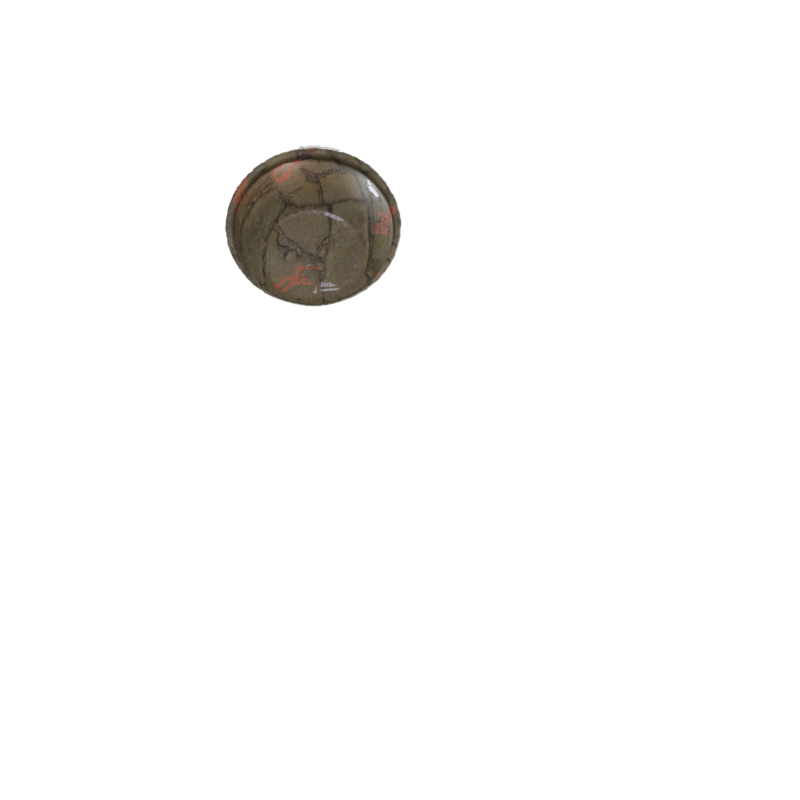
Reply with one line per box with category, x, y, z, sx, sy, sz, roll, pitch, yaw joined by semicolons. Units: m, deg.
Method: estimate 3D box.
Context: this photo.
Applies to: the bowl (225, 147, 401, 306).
bowl;-0.078;-0.142;0.996;0.162;0.153;0.058;1;30;-1
